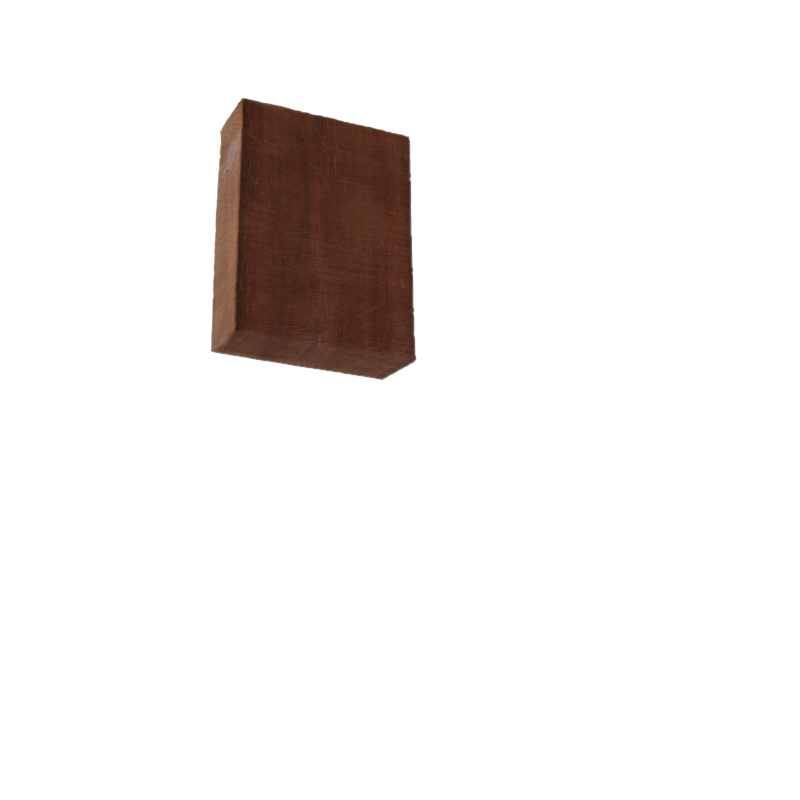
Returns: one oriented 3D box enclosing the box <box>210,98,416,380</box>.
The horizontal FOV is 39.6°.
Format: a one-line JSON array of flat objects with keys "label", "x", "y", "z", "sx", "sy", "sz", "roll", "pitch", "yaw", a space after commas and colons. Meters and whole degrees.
[{"label": "box", "x": -0.074, "y": -0.136, "z": 0.951, "sx": 0.158, "sy": 0.225, "sz": 0.071, "roll": 9, "pitch": -25, "yaw": -24}]
